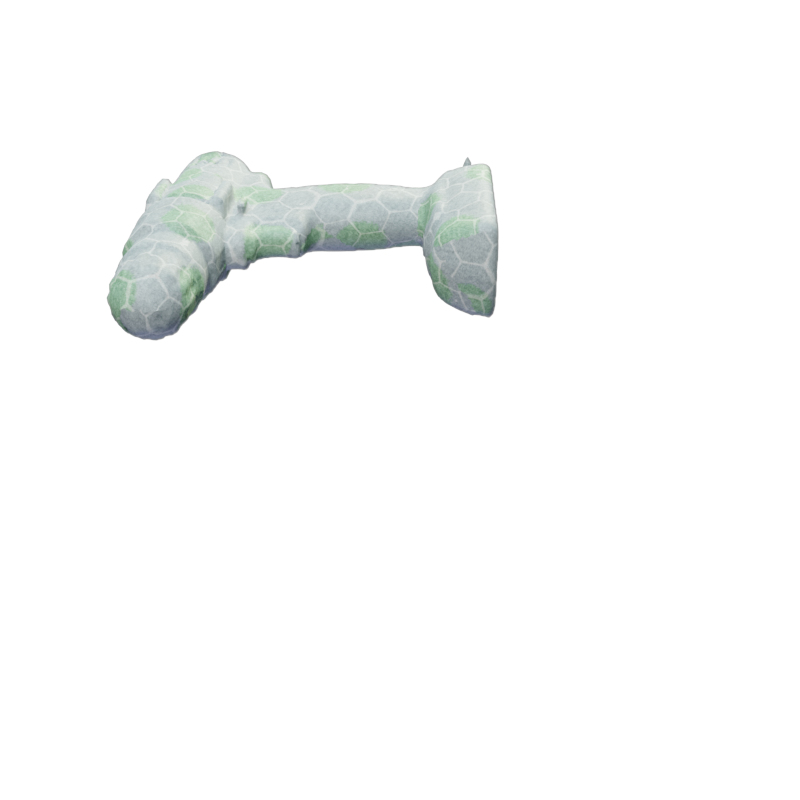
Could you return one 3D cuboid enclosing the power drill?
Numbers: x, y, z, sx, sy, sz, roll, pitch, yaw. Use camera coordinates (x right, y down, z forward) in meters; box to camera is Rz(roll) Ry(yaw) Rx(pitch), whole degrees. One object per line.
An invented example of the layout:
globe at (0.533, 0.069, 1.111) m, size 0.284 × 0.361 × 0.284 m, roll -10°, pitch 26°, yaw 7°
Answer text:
power drill at (-0.045, -0.082, 0.575) m, size 0.189 × 0.054 × 0.194 m, roll 3°, pitch 31°, yaw 4°
